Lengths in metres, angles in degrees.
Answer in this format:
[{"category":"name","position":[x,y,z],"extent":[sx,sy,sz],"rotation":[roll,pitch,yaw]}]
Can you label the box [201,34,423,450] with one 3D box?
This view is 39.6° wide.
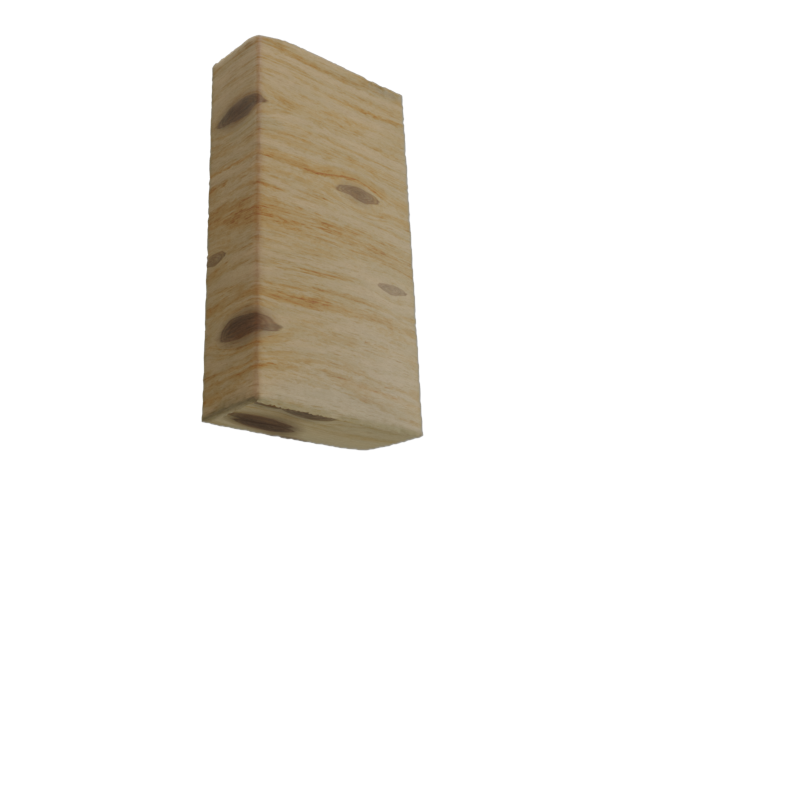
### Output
[{"category":"box","position":[-0.039,-0.072,0.501],"extent":[0.088,0.185,0.048],"rotation":[16,-28,-37]}]
